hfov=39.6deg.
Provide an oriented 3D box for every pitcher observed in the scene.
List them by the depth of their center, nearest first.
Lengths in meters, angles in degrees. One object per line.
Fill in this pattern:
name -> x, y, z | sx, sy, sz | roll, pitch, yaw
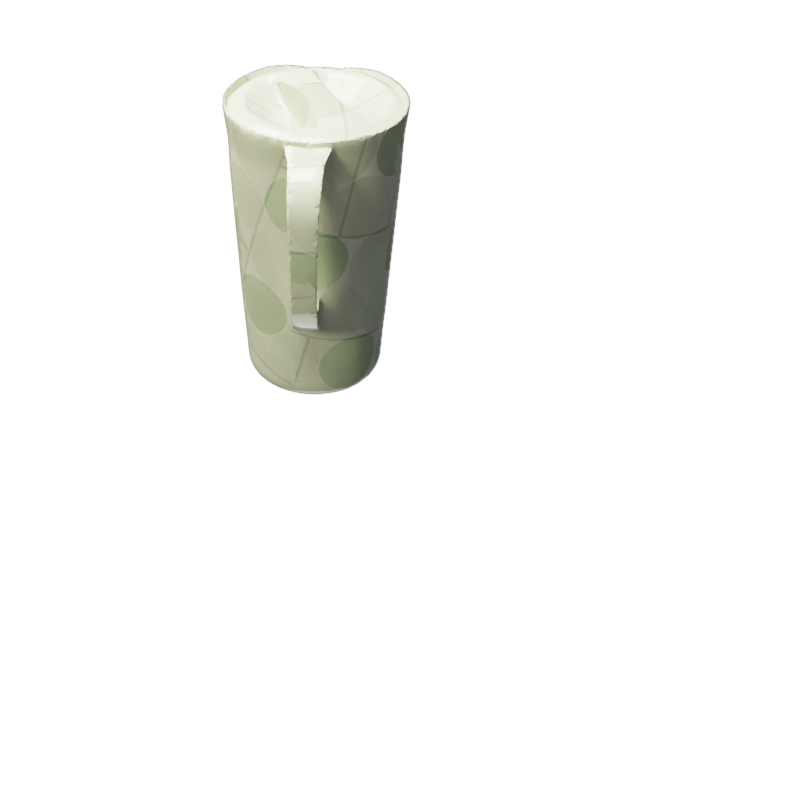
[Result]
pitcher -> -0.066, -0.120, 0.840 | 0.149, 0.227, 0.155 | -28, 46, -35
